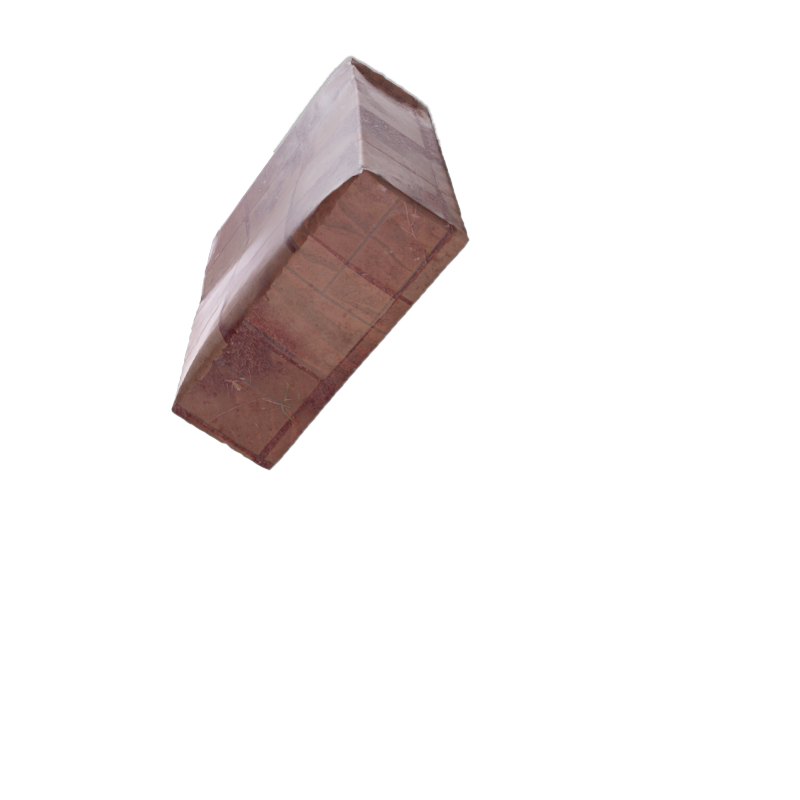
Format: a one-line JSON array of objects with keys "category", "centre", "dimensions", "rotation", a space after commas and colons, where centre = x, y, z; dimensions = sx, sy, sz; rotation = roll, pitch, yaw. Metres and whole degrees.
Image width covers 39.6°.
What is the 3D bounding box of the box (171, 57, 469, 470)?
[{"category": "box", "centre": [-0.049, -0.090, 0.630], "dimensions": [0.069, 0.161, 0.227], "rotation": [33, 22, -21]}]
